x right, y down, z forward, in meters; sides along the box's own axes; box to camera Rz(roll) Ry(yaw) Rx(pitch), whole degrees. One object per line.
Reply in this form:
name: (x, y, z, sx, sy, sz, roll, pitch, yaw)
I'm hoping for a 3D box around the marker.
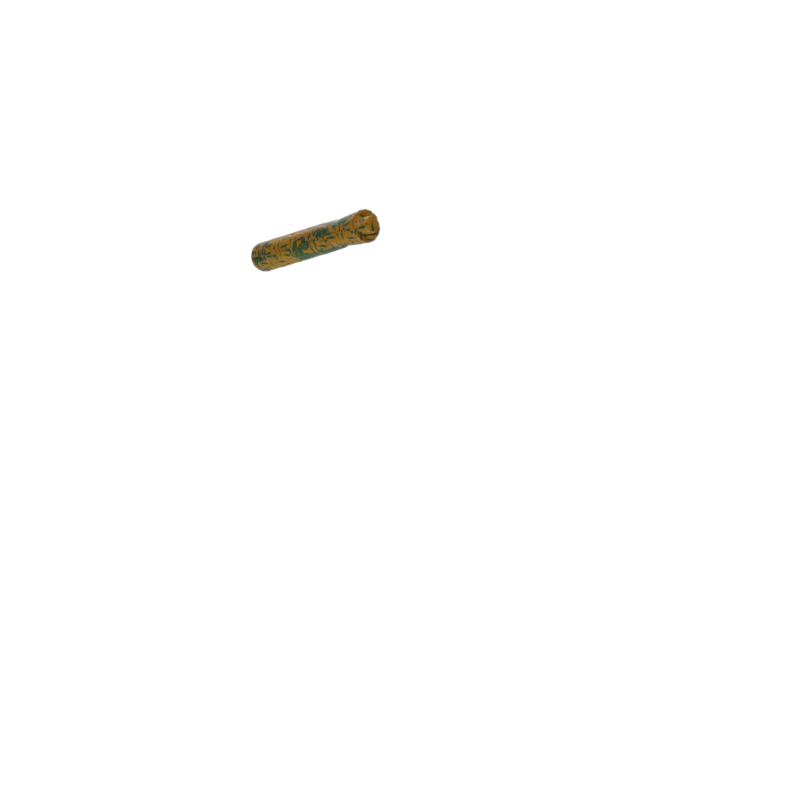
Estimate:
marker: (-0.051, -0.092, 0.647, 0.019, 0.020, 0.124, -3, -1, -35)
